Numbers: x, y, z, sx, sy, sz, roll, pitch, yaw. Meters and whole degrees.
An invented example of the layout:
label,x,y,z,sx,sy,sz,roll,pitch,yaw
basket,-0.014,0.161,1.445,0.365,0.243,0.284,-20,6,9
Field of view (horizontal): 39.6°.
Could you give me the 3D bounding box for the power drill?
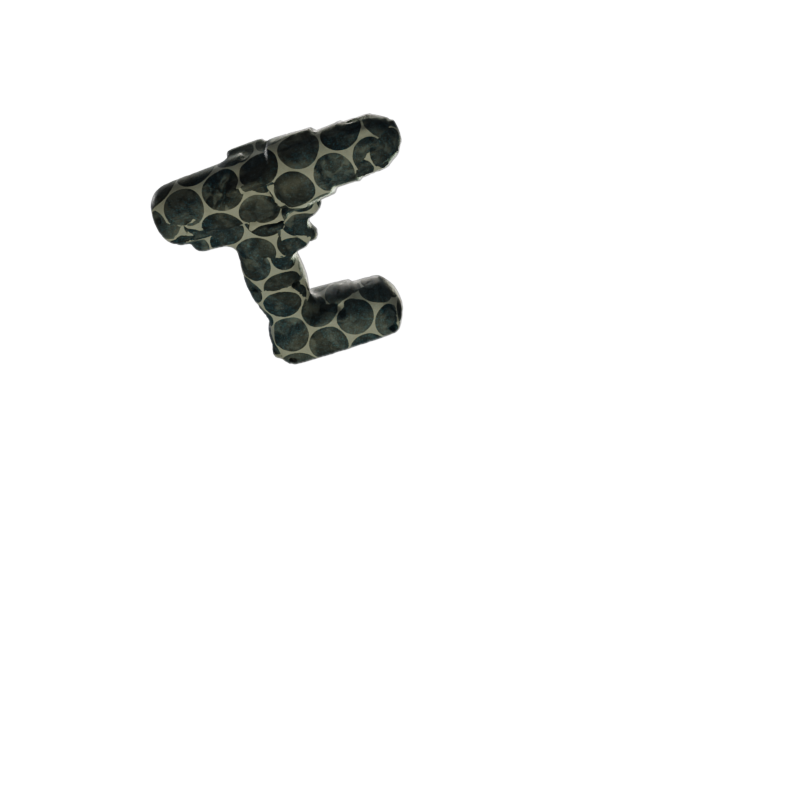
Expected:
label,x,y,z,sx,sy,sz,roll,pitch,yaw
power drill,-0.064,-0.116,0.814,0.186,0.062,0.173,-16,-46,15
